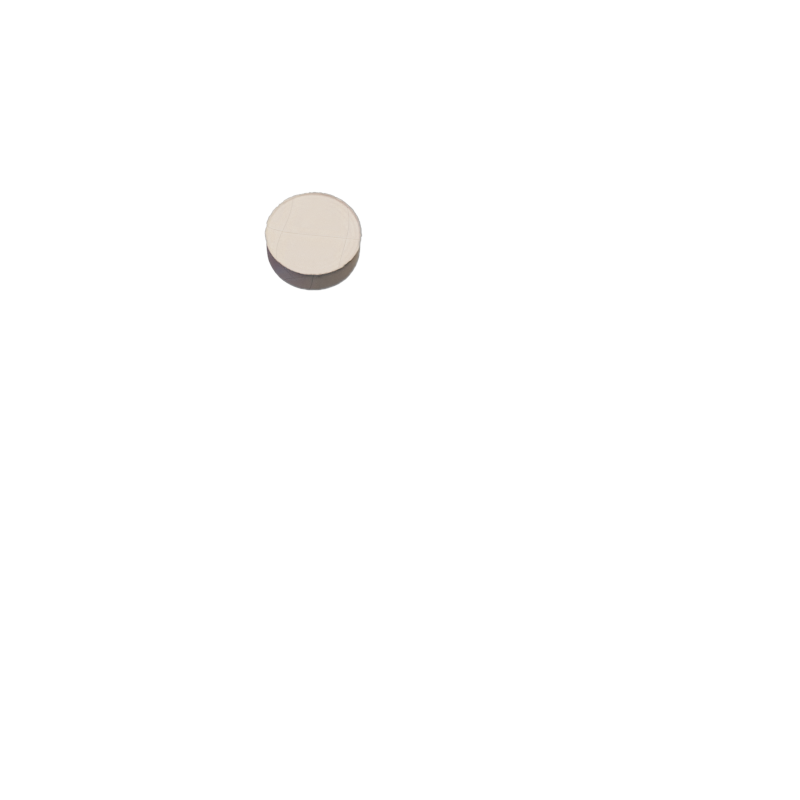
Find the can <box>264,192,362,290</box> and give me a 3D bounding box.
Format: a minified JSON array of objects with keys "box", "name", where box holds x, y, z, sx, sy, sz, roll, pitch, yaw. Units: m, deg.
[{"box":[-0.078,-0.142,0.992,0.086,0.091,0.032,-1,-29,-1],"name":"can"}]
